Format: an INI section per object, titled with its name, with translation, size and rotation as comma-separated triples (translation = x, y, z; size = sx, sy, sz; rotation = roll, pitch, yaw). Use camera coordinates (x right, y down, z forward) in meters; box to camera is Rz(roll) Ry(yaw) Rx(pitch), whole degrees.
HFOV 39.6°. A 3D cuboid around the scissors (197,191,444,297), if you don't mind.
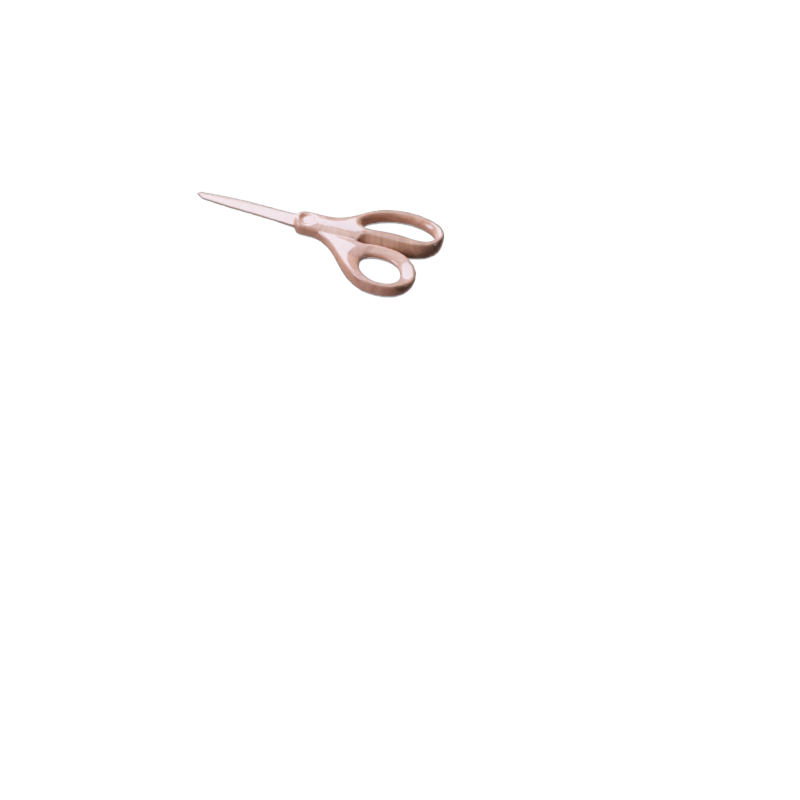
[scissors]
translation = -0.068, -0.124, 0.865
size = 0.203, 0.102, 0.015
rotation = 5, -43, 4
